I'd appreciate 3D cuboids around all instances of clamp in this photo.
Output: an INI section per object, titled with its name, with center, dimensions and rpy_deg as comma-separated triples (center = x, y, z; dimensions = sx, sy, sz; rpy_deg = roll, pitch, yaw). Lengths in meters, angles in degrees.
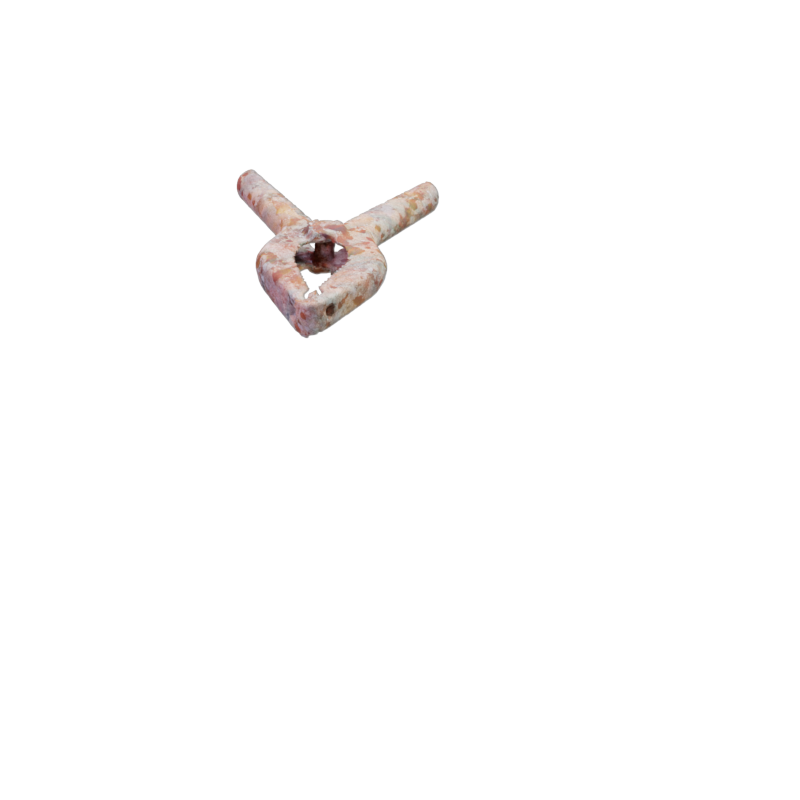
[clamp]
center = -0.065, -0.119, 0.835
dimensions = 0.167, 0.034, 0.220
rpy_deg = 7, 36, 9
